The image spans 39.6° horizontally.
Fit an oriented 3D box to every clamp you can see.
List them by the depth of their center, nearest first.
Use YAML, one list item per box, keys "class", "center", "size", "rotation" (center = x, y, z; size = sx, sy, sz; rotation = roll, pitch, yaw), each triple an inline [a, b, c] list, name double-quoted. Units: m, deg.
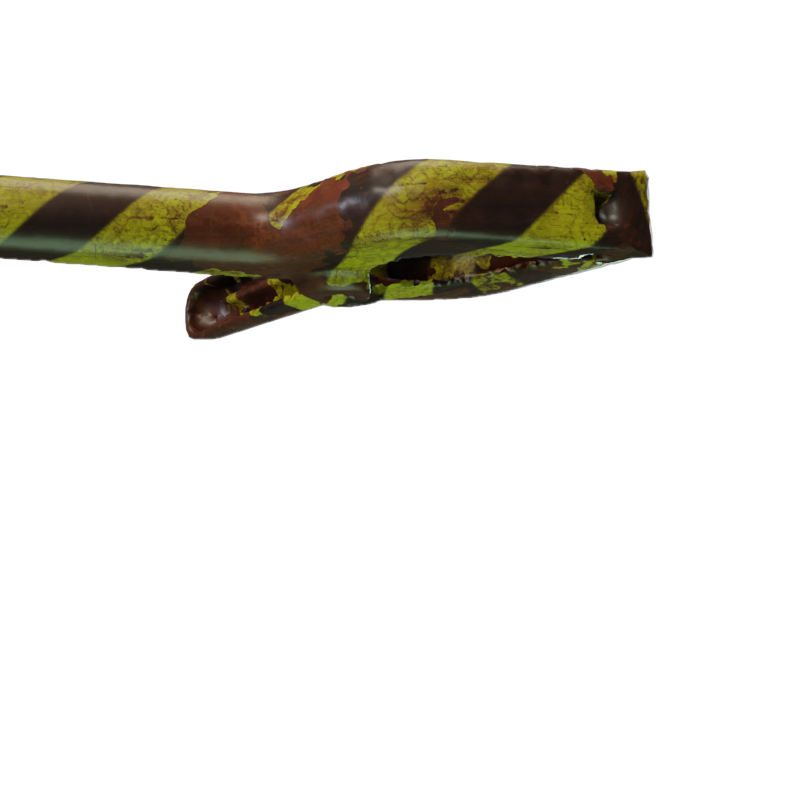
- class: "clamp"
  center: [-0.029, -0.052, 0.366]
  size: [0.215, 0.037, 0.156]
  rotation: [-4, -9, 27]
